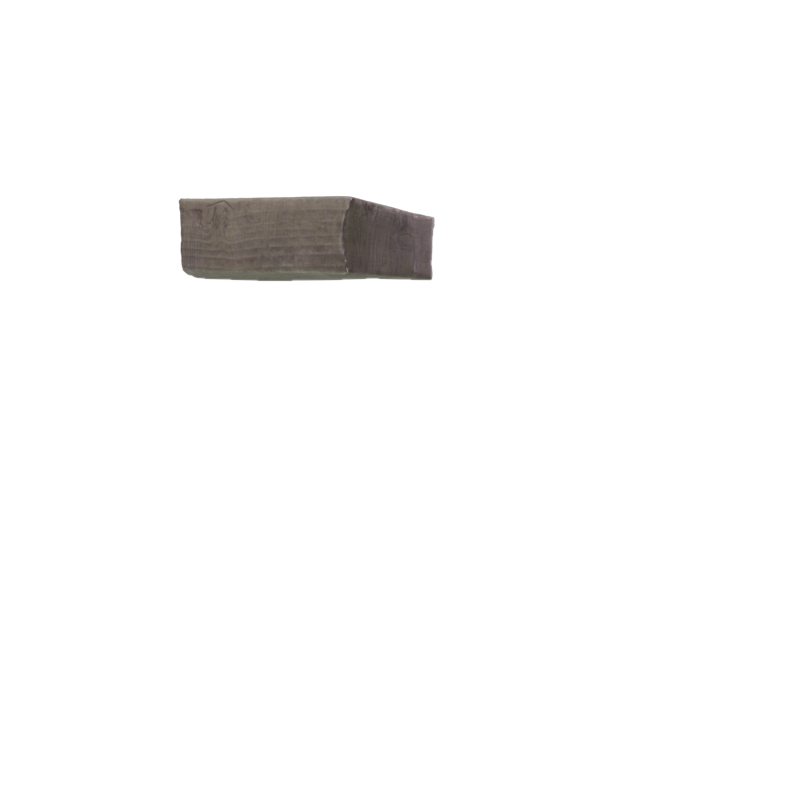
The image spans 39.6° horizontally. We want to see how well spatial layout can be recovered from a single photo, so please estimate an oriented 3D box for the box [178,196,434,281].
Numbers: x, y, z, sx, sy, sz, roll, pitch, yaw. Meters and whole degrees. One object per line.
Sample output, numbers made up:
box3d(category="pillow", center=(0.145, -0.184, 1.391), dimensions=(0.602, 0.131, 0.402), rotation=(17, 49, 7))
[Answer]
box3d(category="box", center=(-0.043, -0.078, 0.549), dimensions=(0.092, 0.039, 0.111), rotation=(2, 6, 23))
